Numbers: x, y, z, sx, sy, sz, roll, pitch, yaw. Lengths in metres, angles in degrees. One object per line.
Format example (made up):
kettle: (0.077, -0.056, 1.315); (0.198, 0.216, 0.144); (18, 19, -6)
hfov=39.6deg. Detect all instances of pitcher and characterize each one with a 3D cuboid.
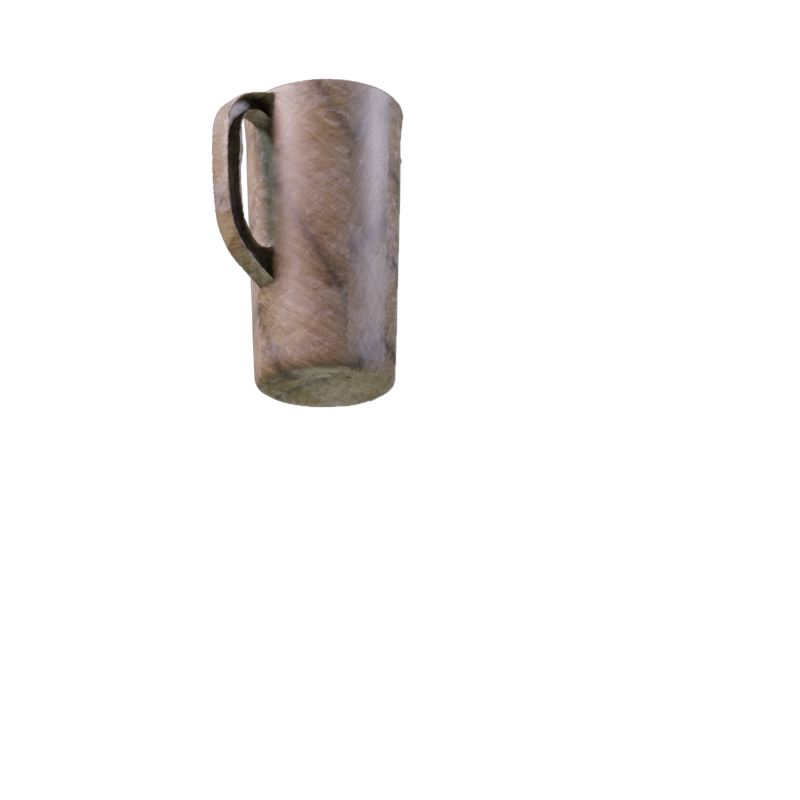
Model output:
pitcher: (-0.069, -0.126, 0.880); (0.149, 0.255, 0.138); (-2, -20, 1)
